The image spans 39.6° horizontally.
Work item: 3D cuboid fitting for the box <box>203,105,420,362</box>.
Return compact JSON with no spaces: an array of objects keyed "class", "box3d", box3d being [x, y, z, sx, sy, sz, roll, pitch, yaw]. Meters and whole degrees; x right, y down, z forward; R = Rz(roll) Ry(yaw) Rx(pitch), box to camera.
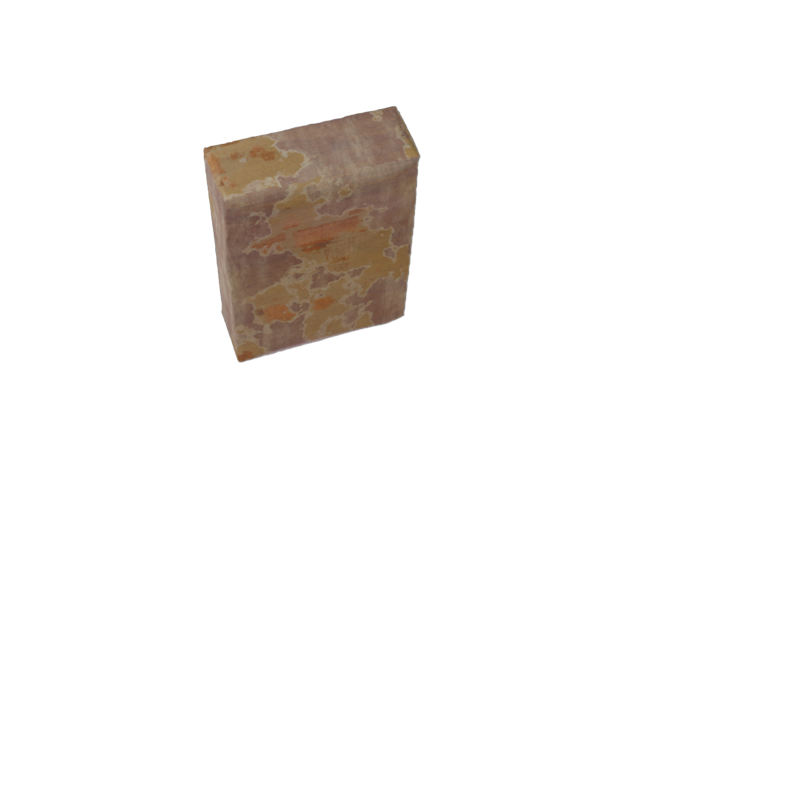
[{"class":"box","box3d":[-0.074,-0.135,0.944,0.163,0.077,0.200,-15,-33,-13]}]
